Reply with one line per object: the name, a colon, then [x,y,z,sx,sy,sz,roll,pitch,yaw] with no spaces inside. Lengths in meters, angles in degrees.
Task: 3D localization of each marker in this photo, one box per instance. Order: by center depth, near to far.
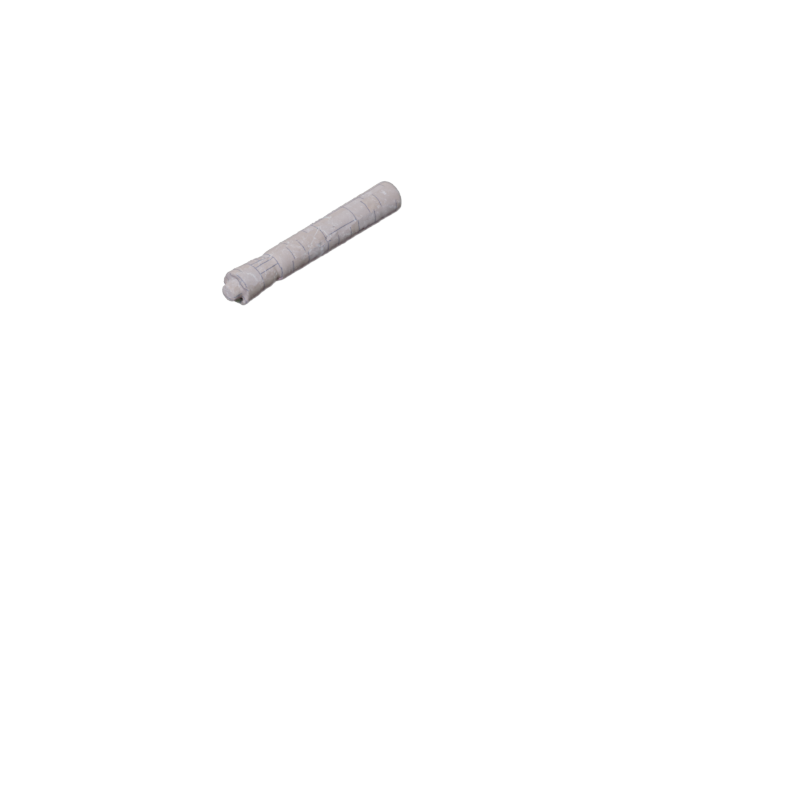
marker: [-0.046,-0.084,0.586,0.122,0.019,0.021,-37,26,-34]
